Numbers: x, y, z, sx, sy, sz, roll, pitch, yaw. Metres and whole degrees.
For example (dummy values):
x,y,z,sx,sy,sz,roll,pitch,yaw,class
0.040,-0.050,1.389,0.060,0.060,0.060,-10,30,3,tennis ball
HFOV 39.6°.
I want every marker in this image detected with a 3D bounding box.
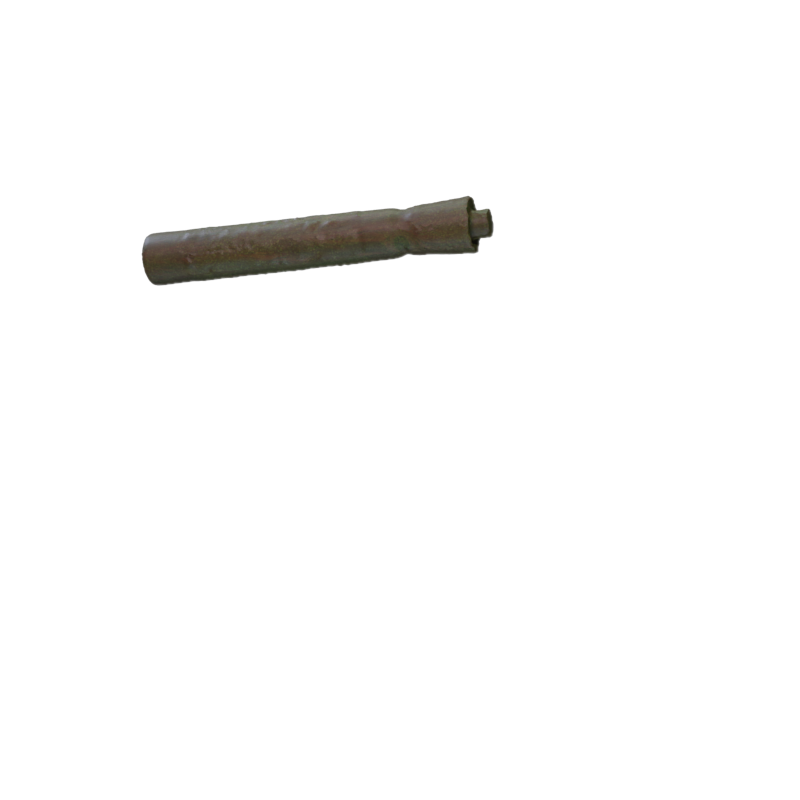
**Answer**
x,y,z,sx,sy,sz,roll,pitch,yaw,class
-0.029,-0.053,0.374,0.123,0.020,0.019,-4,3,18,marker
